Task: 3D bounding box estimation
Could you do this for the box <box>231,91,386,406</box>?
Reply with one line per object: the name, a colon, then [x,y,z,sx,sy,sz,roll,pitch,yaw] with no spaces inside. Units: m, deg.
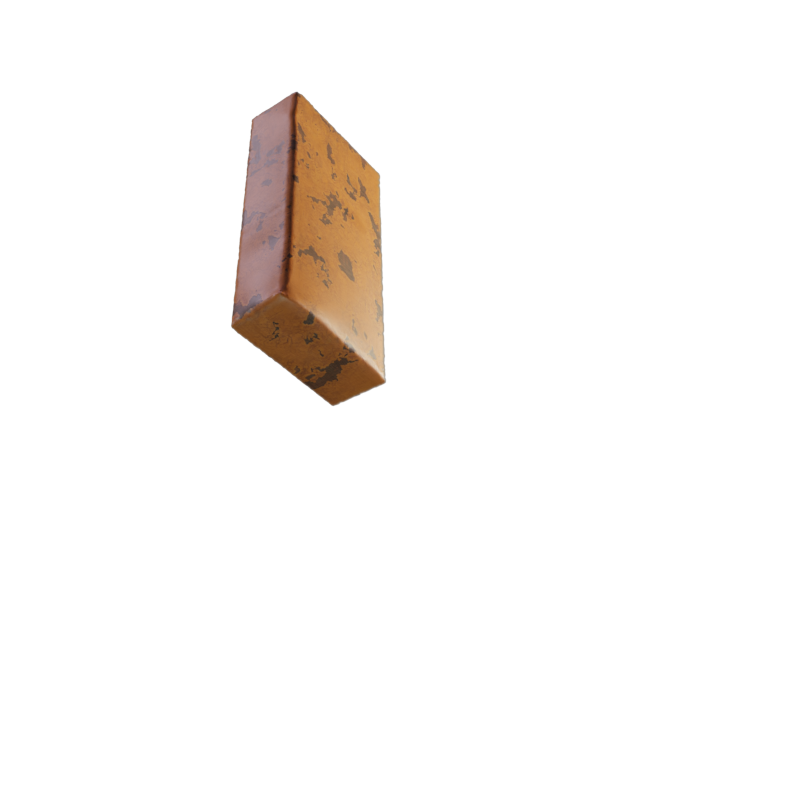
box: [-0.052,-0.095,0.667,0.048,0.189,0.087,-29,-48,25]
